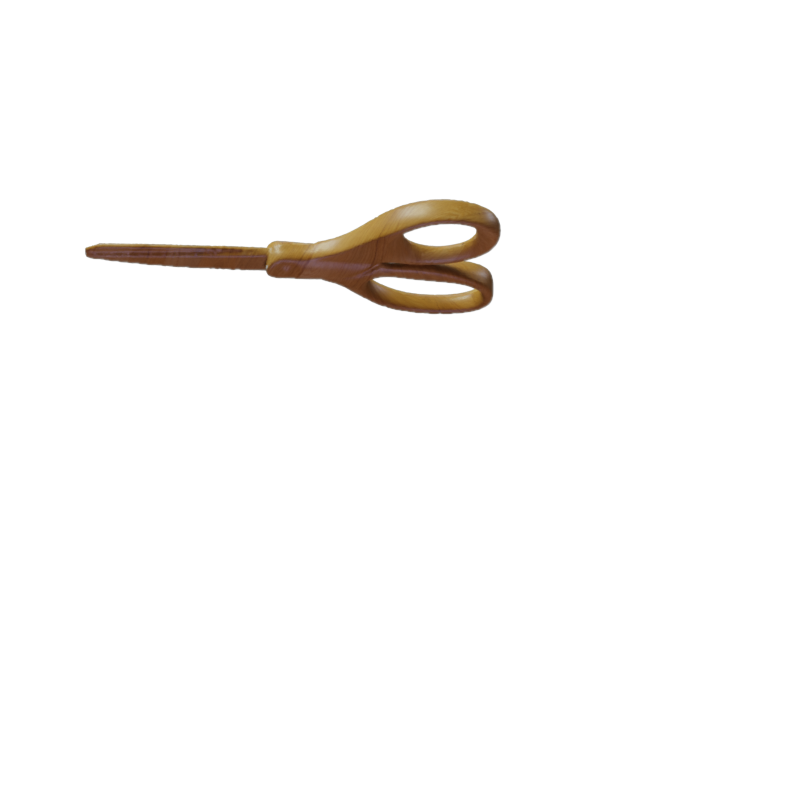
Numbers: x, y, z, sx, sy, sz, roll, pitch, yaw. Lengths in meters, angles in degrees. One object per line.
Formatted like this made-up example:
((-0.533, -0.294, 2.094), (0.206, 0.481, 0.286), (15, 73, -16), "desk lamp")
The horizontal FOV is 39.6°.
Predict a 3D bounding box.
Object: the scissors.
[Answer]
((-0.041, -0.075, 0.526), (0.196, 0.017, 0.093), (10, -30, -17), "scissors")
